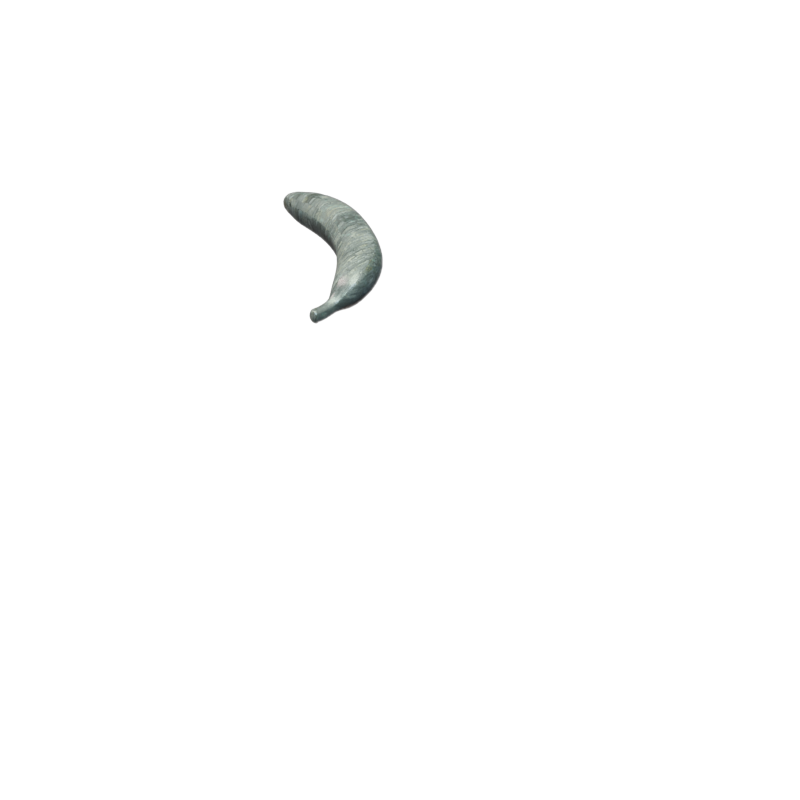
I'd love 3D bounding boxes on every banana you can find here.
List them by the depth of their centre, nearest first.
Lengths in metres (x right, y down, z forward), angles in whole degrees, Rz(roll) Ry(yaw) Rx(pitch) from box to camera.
[{"bbox_3d":[-0.054,-0.132,0.933,0.069,0.034,0.212,-5,35,-9],"label":"banana"}]
